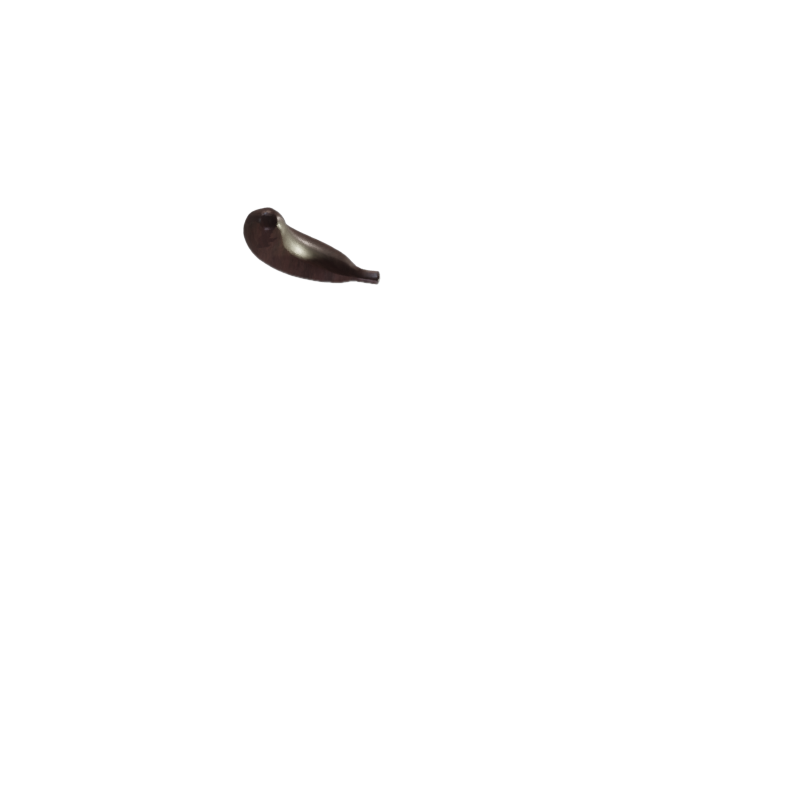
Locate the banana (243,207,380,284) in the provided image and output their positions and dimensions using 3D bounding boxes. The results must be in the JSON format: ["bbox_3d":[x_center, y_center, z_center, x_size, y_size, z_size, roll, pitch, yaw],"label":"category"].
[{"bbox_3d":[-0.087,-0.130,0.931,0.071,0.038,0.188,-4,-9,26],"label":"banana"}]
